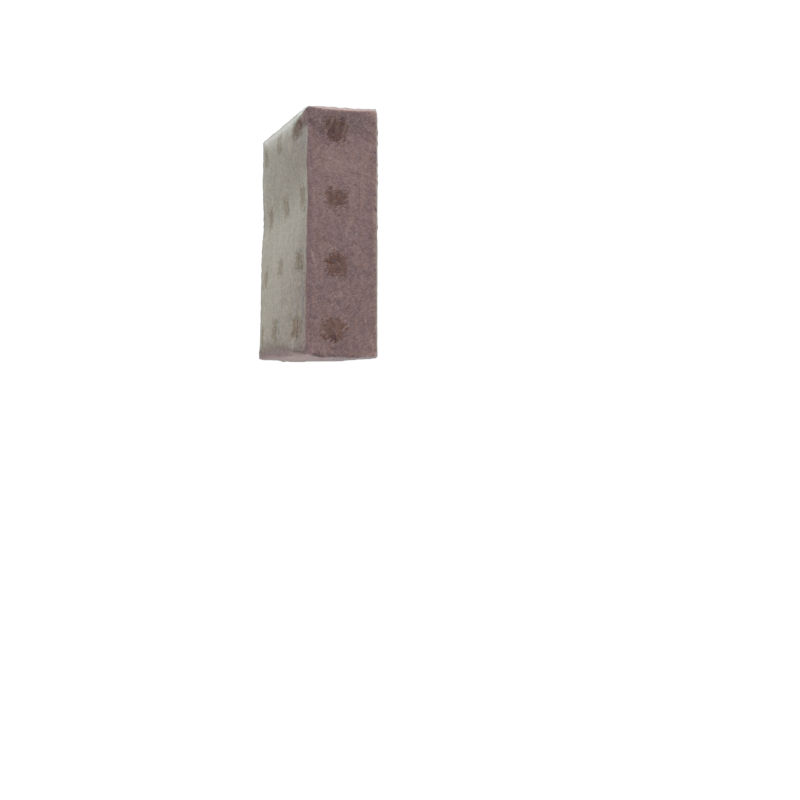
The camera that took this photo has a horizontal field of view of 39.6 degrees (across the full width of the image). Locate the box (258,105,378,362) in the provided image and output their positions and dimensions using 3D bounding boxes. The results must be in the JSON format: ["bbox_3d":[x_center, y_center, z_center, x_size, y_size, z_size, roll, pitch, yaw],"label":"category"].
[{"bbox_3d":[-0.078,-0.142,0.994,0.070,0.217,0.166,2,-4,-20],"label":"box"}]
